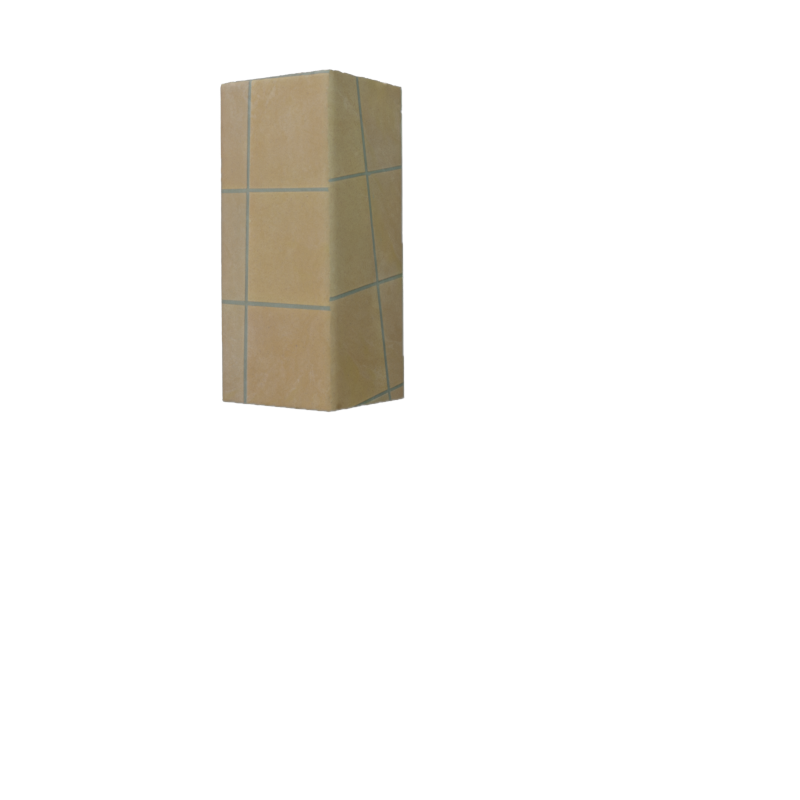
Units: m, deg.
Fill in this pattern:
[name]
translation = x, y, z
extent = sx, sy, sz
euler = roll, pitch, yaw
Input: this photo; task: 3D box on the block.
[block]
translation = -0.057, -0.103, 0.725
extent = 0.094, 0.206, 0.087
euler = 0, 0, 34
